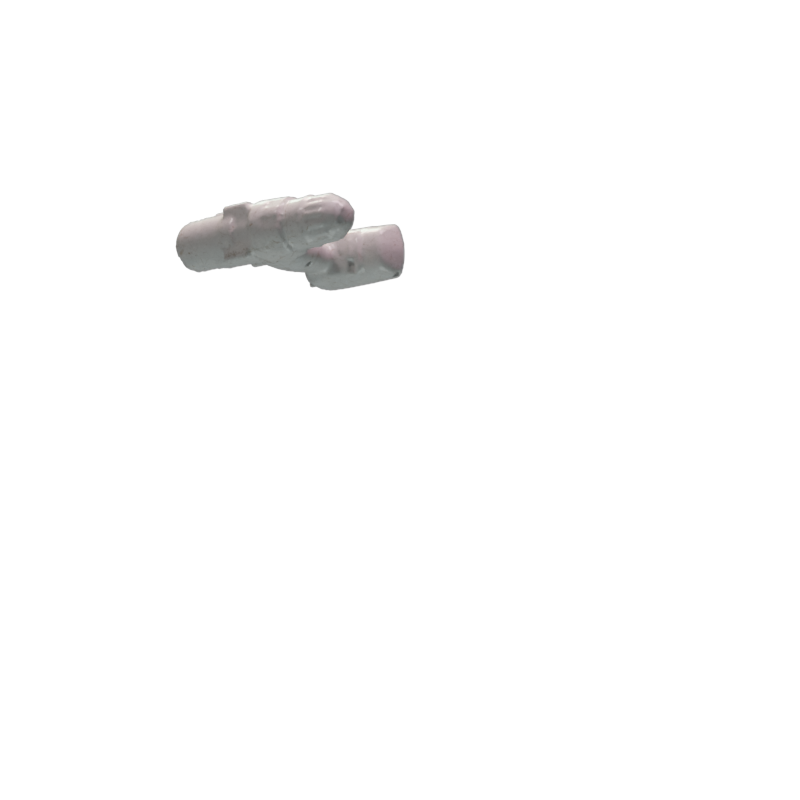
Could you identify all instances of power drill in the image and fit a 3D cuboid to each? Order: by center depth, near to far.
[{"bbox_3d":[-0.078,-0.142,0.992,0.190,0.059,0.178,-3,-6,37],"label":"power drill"}]
